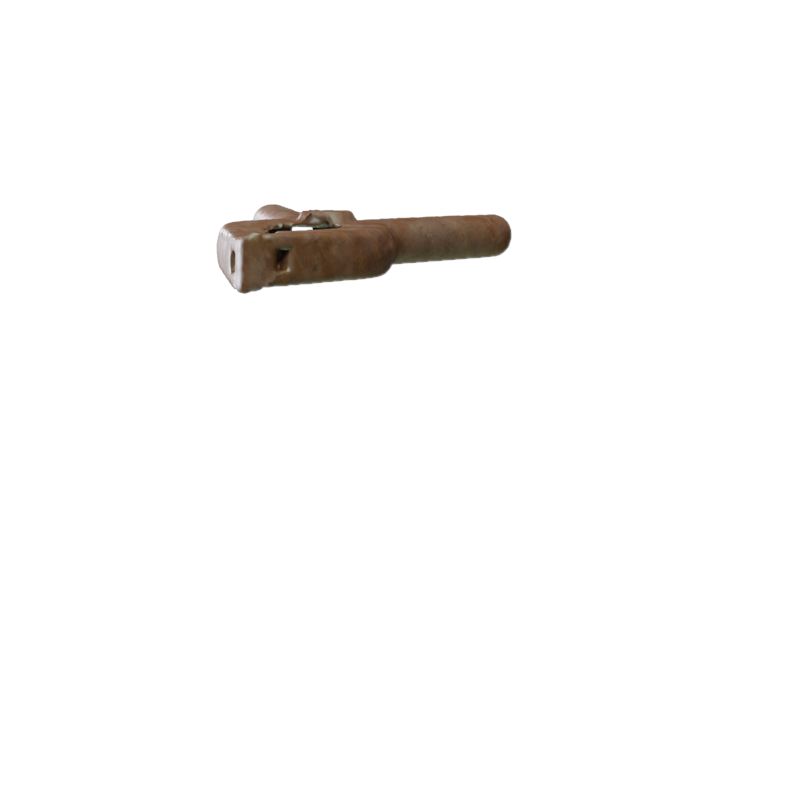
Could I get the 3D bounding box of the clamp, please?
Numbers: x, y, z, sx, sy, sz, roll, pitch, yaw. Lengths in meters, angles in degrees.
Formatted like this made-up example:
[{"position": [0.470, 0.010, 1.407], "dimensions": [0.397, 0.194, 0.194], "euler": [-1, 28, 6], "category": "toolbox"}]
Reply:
[{"position": [-0.048, -0.087, 0.611], "dimensions": [0.170, 0.036, 0.207], "euler": [6, 15, 25], "category": "clamp"}]
